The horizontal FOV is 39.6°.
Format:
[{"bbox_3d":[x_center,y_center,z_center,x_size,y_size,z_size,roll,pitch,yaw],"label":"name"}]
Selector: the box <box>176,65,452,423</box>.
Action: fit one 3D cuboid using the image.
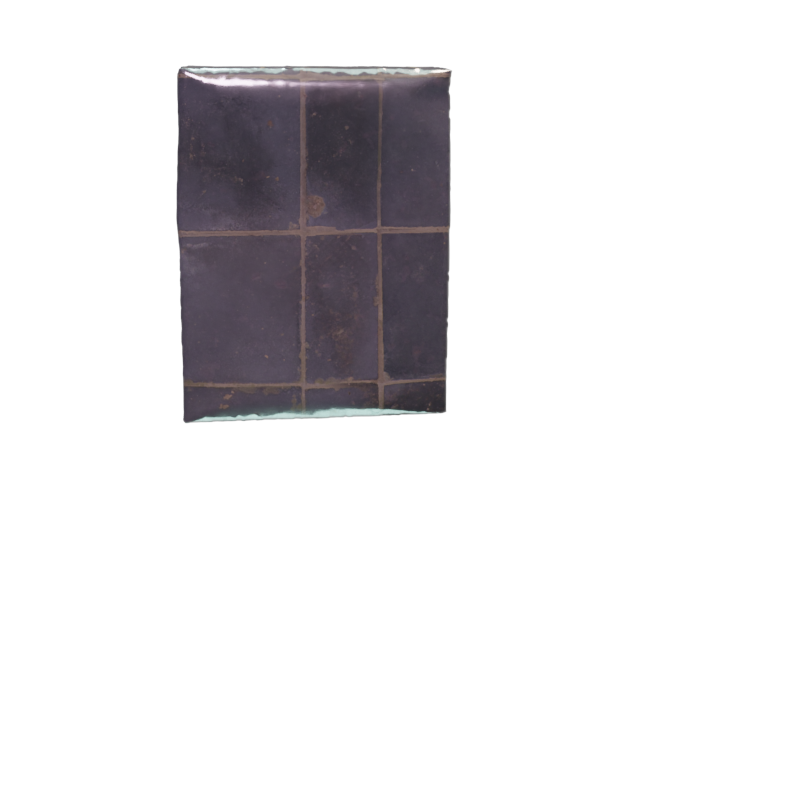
[{"bbox_3d":[-0.053,-0.097,0.682,0.163,0.209,0.074,0,10,-5],"label":"box"}]
